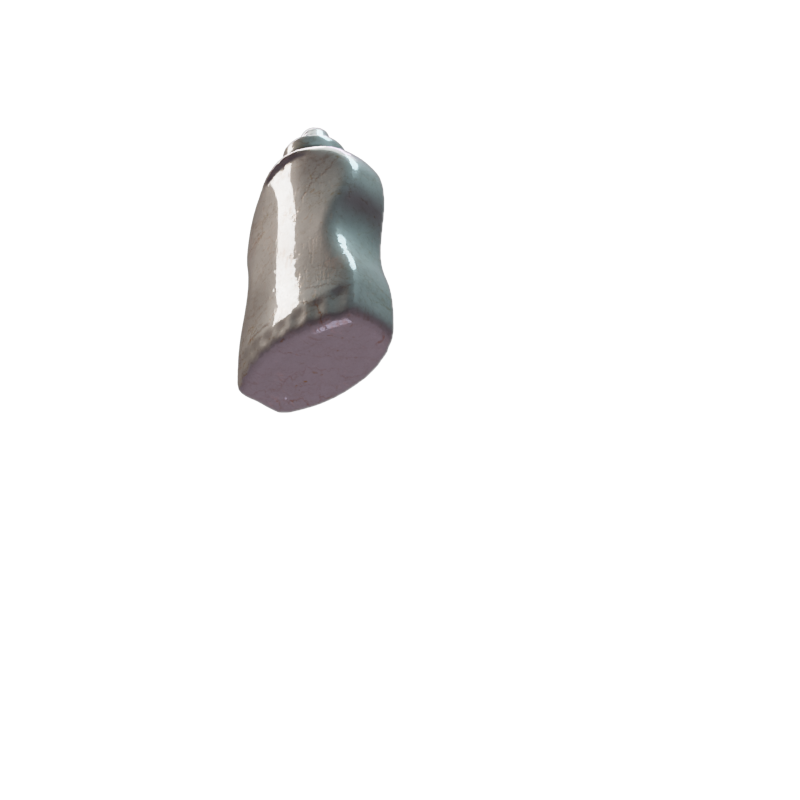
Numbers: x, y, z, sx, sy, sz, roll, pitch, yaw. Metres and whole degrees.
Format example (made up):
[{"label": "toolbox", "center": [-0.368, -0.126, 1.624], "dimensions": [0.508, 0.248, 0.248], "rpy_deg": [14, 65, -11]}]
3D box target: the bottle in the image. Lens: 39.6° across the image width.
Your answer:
[{"label": "bottle", "center": [-0.051, -0.093, 0.654], "dimensions": [0.055, 0.206, 0.095], "rpy_deg": [30, -50, -33]}]
